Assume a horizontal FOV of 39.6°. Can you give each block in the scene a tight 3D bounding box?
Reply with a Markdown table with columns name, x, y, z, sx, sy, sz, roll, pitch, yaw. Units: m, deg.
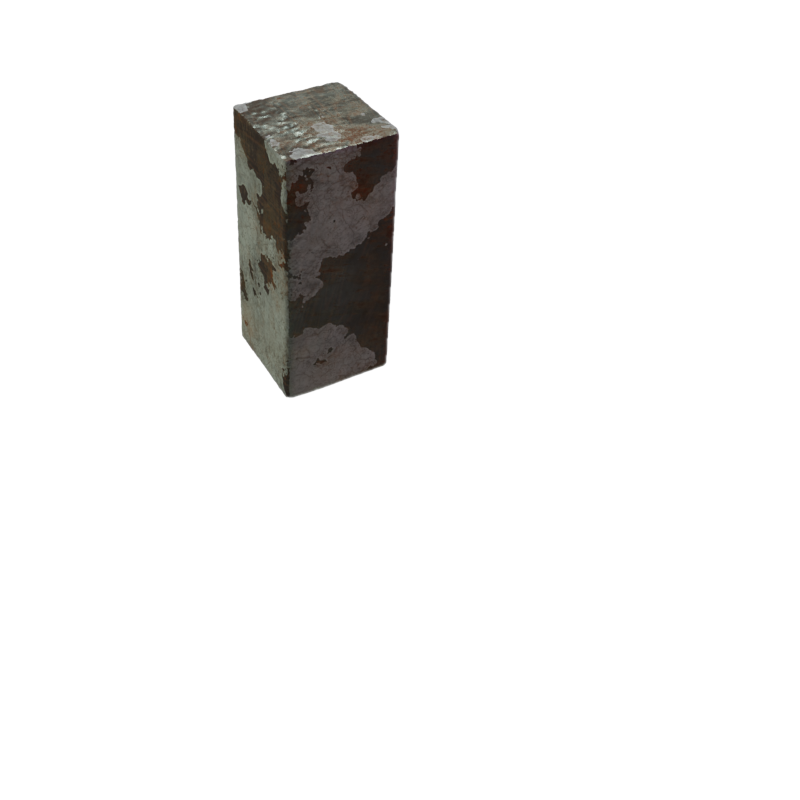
| name | x | y | z | sx | sy | sz | roll | pitch | yaw |
| --- | --- | --- | --- | --- | --- | --- | --- | --- | --- |
| block | -0.064 | -0.118 | 0.823 | 0.089 | 0.193 | 0.098 | -17 | 41 | -24 |
